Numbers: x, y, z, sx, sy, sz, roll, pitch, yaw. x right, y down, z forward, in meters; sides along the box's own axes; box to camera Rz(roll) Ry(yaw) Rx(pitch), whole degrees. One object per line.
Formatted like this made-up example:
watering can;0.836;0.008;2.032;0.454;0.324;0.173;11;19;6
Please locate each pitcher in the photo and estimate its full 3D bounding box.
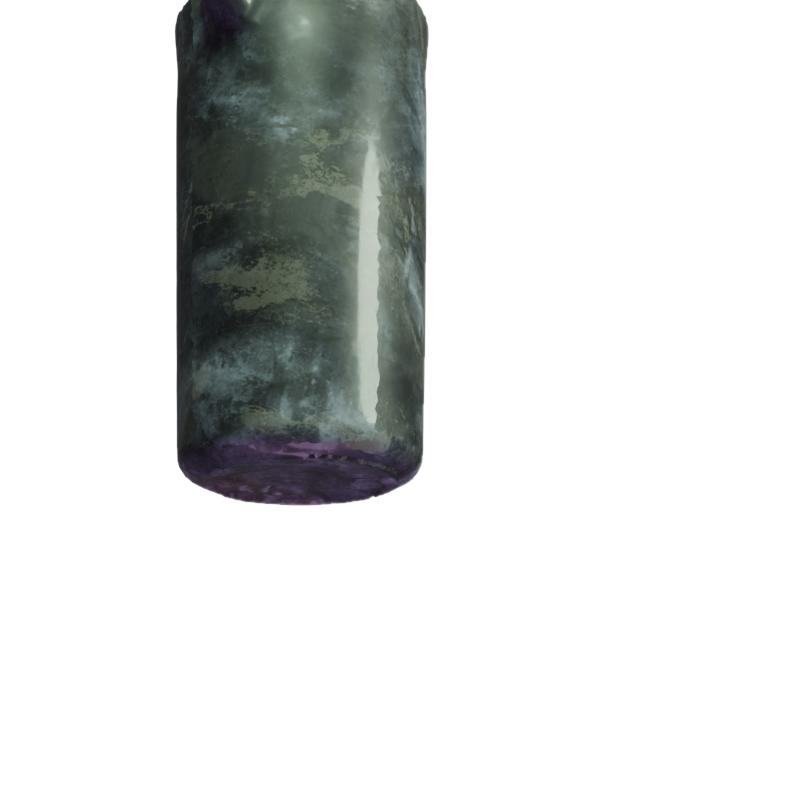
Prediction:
pitcher;-0.042;-0.077;0.543;0.145;0.256;0.141;6;-24;-17
